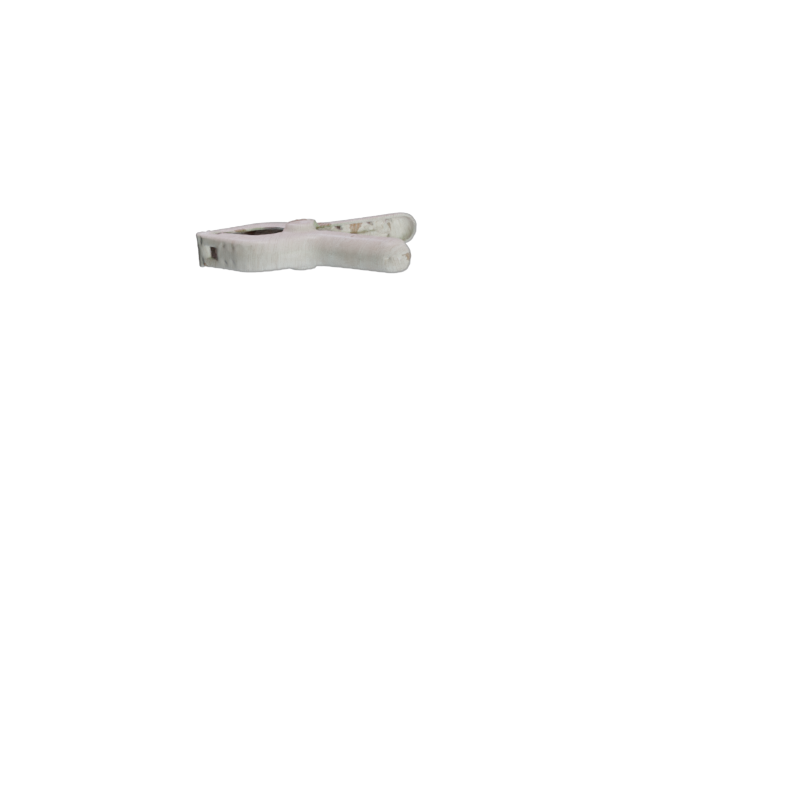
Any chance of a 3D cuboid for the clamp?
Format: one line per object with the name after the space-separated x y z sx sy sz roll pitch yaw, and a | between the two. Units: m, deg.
-0.066 -0.121 0.847 0.175 0.038 0.121 4 14 14 | clamp
